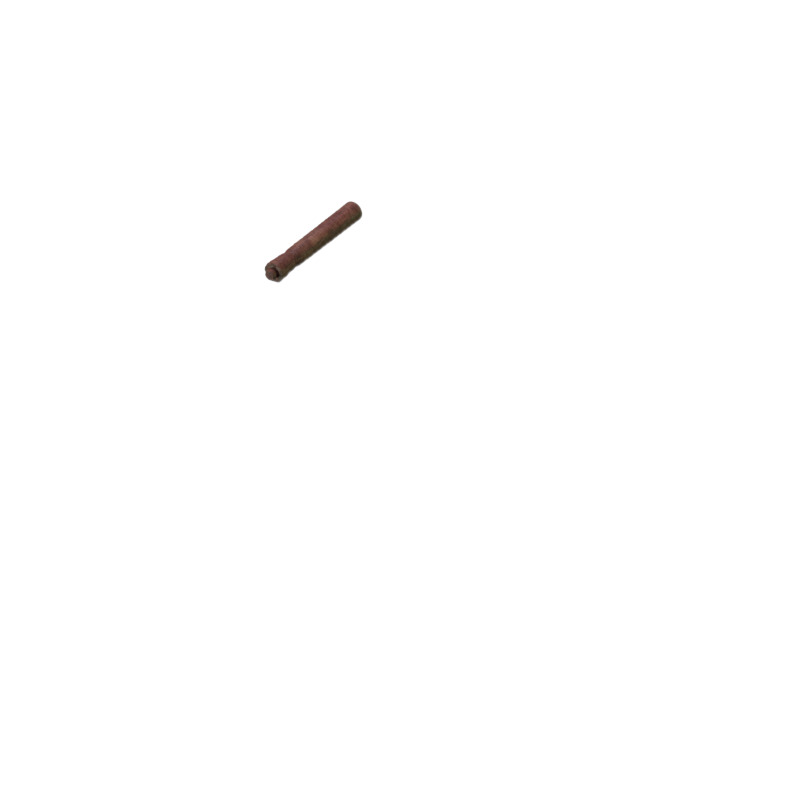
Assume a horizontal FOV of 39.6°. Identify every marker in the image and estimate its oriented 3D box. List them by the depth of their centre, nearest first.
[{"bbox_3d":[-0.074,-0.135,0.944,0.021,0.019,0.123,3,34,39],"label":"marker"}]
